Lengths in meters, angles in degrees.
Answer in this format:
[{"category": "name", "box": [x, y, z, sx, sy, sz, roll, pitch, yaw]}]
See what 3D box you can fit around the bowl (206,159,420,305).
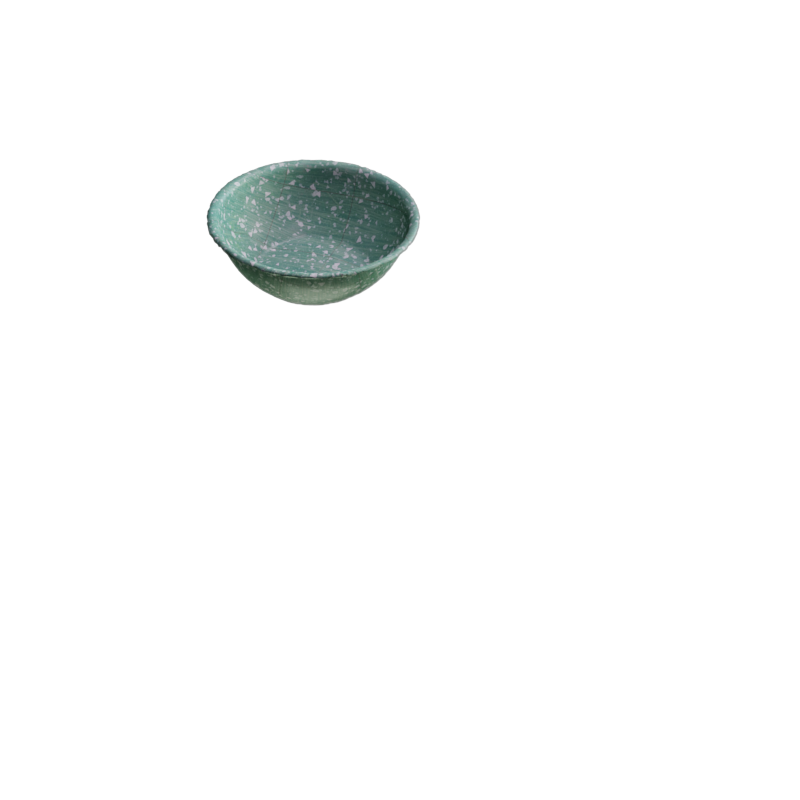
[{"category": "bowl", "box": [-0.067, -0.122, 0.852, 0.162, 0.051, 0.174, -1, 39, -2]}]
